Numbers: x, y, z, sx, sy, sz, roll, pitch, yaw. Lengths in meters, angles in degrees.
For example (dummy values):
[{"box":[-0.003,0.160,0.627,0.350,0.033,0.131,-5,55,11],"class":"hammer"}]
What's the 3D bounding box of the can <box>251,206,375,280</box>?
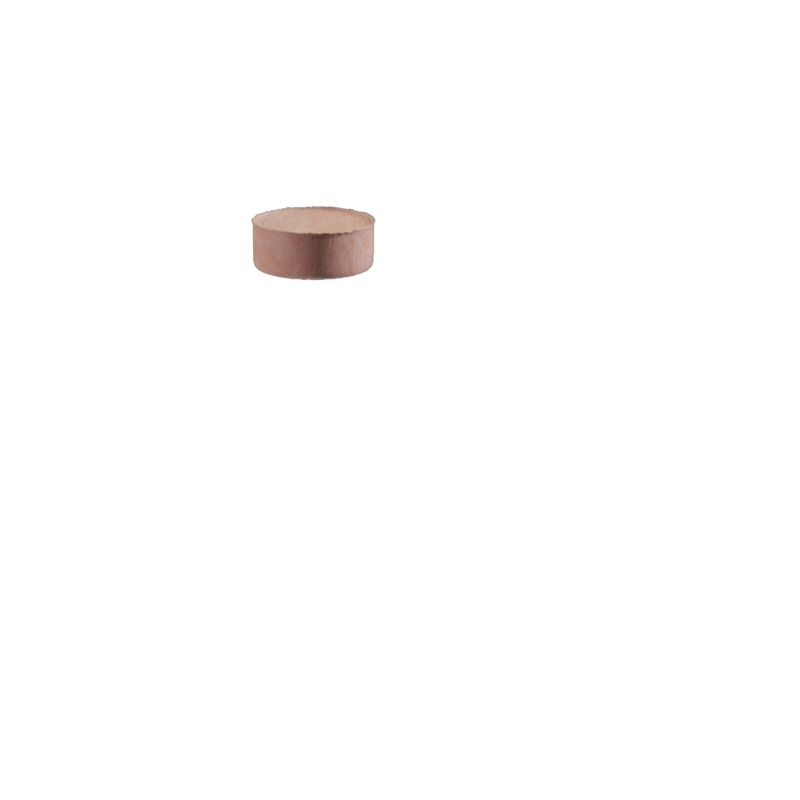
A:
[{"box":[-0.060,-0.110,0.771,0.086,0.032,0.090,-1,20,-2],"class":"can"}]
